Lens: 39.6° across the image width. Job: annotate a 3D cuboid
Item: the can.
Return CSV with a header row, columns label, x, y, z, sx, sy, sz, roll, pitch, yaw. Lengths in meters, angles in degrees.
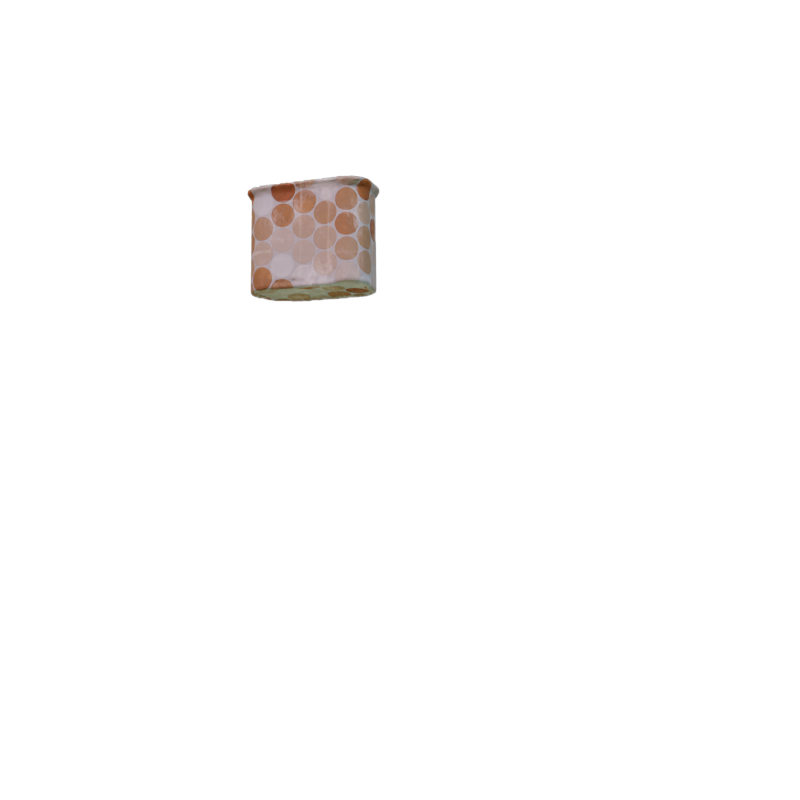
label,x,y,z,sx,sy,sz,roll,pitch,yaw
can,-0.068,-0.124,0.866,0.104,0.087,0.055,-4,-13,19
